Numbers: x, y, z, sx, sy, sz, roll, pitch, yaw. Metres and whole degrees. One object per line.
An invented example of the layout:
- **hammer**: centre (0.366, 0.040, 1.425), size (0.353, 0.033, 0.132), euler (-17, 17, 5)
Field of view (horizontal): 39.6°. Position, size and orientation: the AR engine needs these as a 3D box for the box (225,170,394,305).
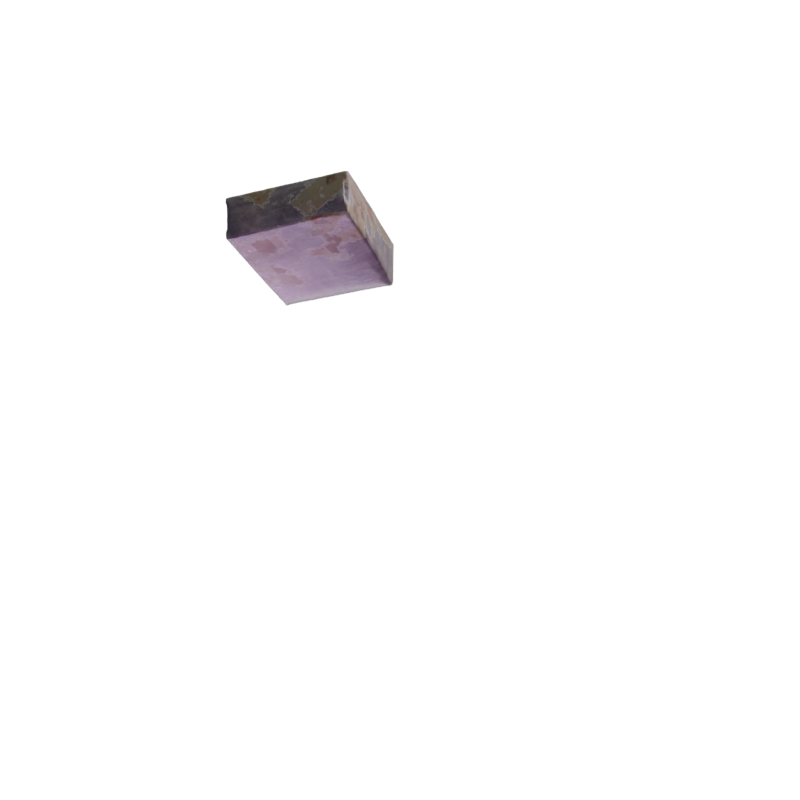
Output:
- **box**: centre (-0.062, -0.112, 0.787), size (0.091, 0.041, 0.105), euler (-9, -27, 16)
